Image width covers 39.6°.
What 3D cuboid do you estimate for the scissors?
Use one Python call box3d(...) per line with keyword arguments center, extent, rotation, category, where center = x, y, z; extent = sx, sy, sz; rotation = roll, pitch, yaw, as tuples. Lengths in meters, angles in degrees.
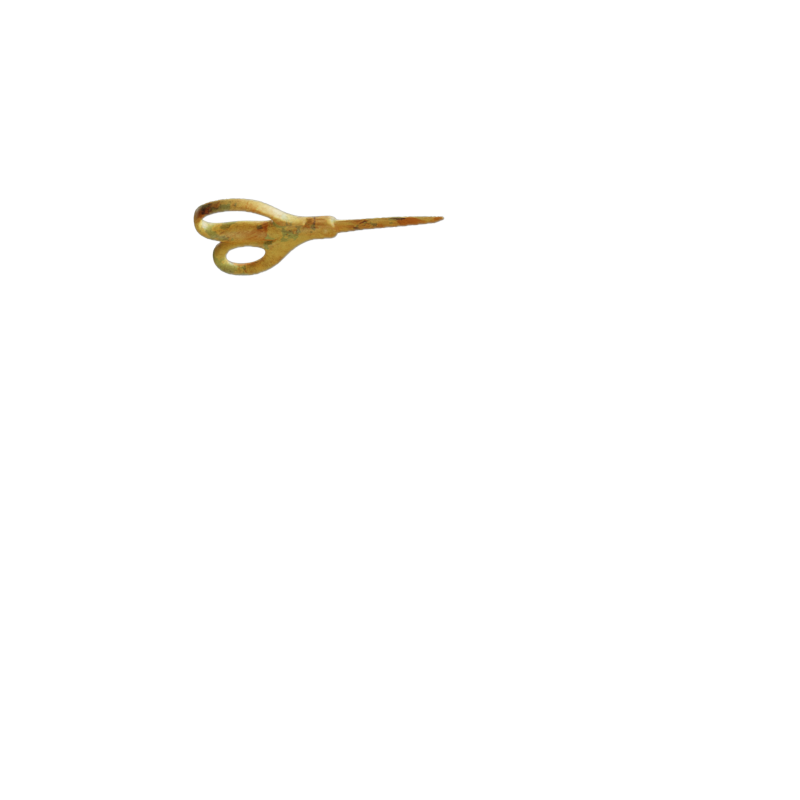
box3d(center=(-0.072, -0.132, 0.925), extent=(0.199, 0.017, 0.091), rotation=(5, -35, -8), category="scissors")
